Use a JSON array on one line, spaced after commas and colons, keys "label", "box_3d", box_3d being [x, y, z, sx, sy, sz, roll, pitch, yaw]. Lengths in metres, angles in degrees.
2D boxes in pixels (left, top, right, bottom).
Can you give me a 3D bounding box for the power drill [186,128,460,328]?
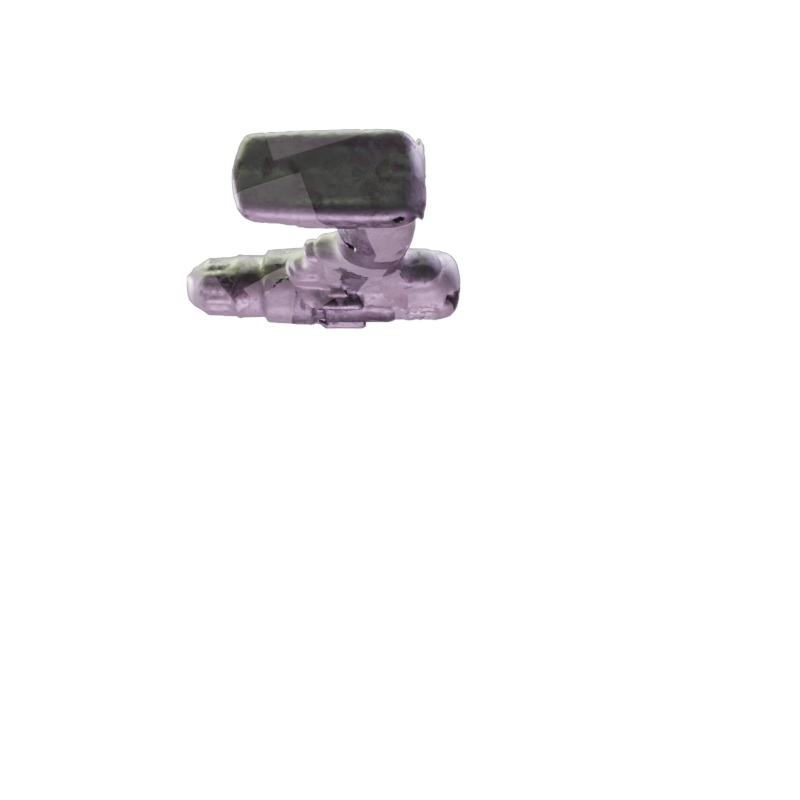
[{"label": "power drill", "box_3d": [-0.054, -0.098, 0.685, 0.185, 0.060, 0.178, -1, -17, 3]}]
